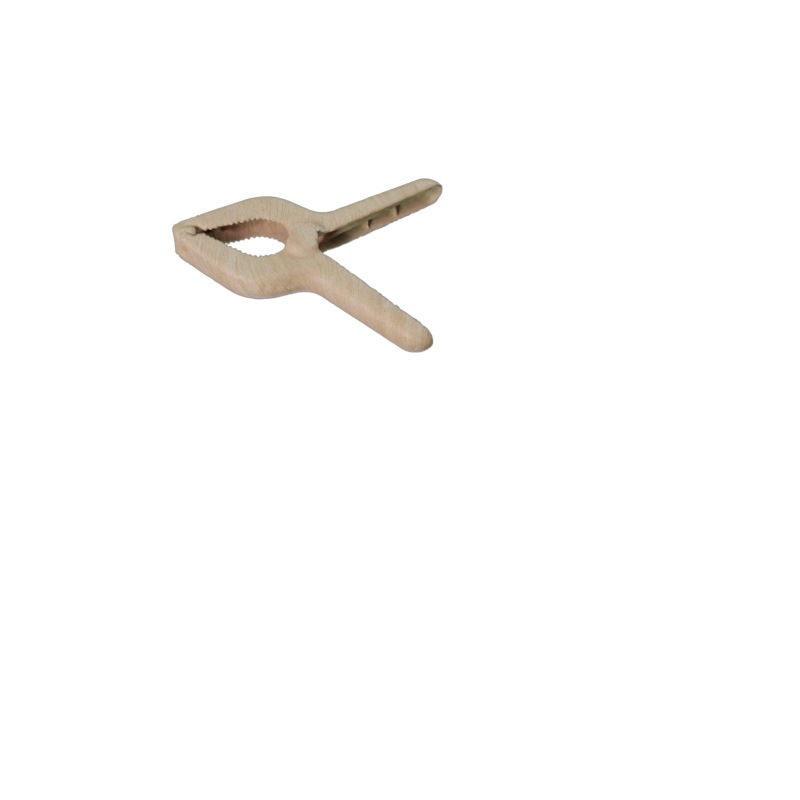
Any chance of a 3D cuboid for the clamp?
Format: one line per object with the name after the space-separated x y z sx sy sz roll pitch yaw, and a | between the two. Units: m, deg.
-0.066 -0.121 0.846 0.213 0.174 0.034 10 -39 8 | clamp
